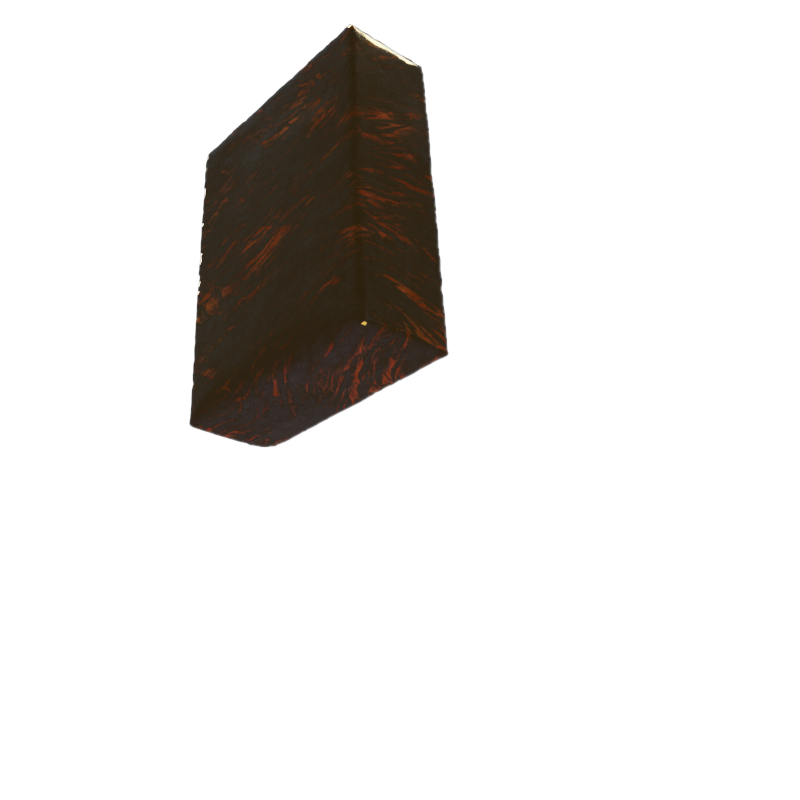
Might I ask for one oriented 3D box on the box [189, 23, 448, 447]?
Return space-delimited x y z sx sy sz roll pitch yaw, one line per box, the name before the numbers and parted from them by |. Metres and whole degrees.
box | -0.054 -0.098 0.689 0.068 0.228 0.163 24 -39 -35
